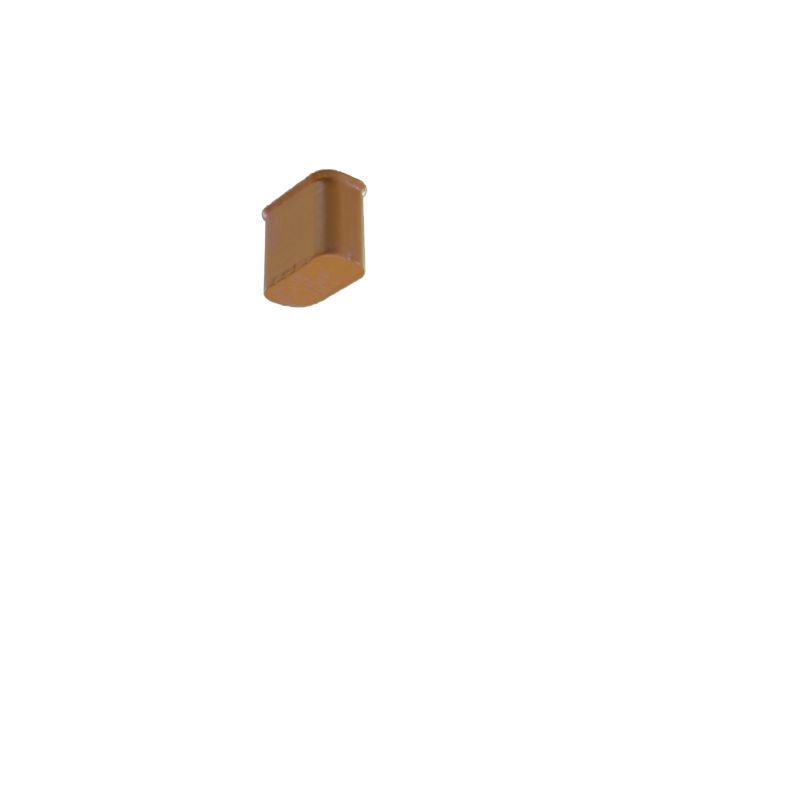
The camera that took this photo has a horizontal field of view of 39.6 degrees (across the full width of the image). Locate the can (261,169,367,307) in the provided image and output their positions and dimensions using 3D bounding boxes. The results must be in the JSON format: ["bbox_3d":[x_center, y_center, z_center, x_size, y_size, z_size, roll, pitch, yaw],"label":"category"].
[{"bbox_3d":[-0.074,-0.135,0.948,0.054,0.089,0.102,21,-34,-36],"label":"can"}]
